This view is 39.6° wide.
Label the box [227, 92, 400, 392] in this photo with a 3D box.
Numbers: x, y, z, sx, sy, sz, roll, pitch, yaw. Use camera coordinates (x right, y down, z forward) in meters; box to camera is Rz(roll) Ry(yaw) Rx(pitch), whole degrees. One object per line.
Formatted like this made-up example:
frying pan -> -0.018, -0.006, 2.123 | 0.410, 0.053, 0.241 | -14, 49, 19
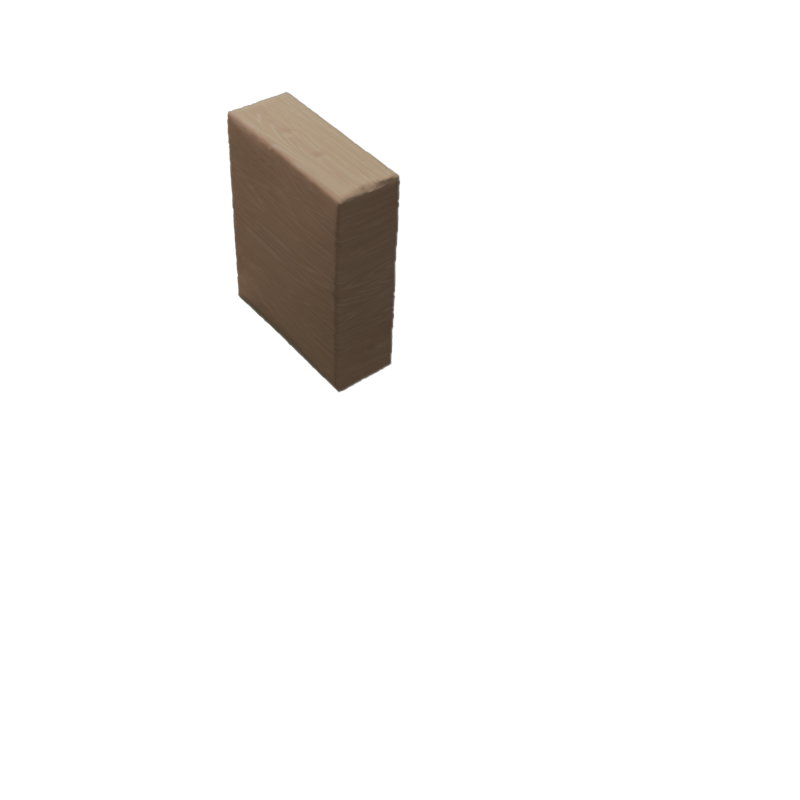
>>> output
box -> -0.076, -0.139, 0.975 | 0.071, 0.199, 0.177 | -25, 49, -28
